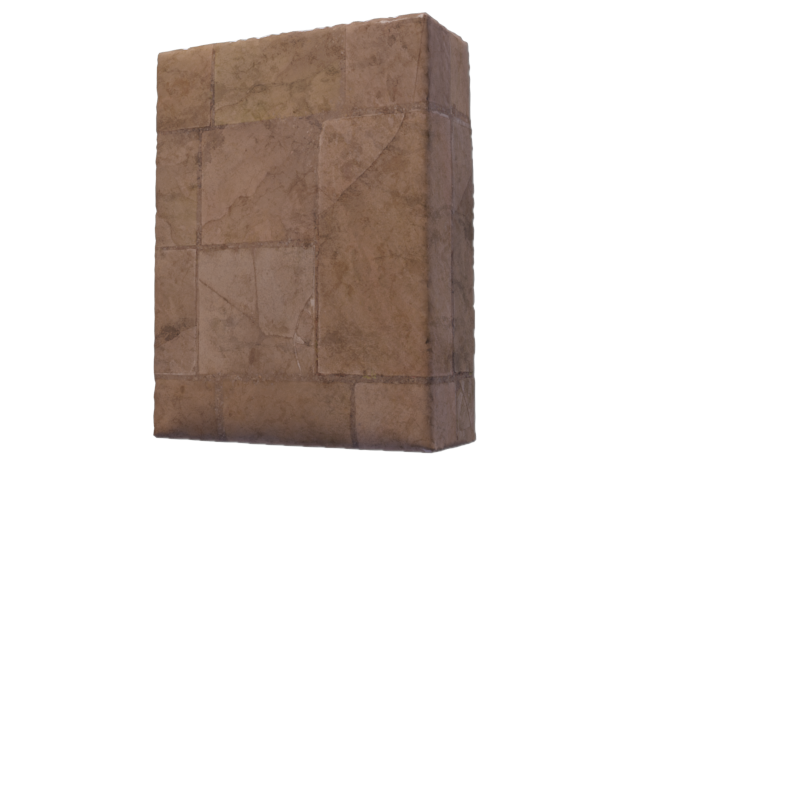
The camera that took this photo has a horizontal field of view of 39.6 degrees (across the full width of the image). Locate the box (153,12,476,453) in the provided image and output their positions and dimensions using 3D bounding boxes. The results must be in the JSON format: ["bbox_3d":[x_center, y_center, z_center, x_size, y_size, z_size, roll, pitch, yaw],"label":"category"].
[{"bbox_3d":[-0.046,-0.085,0.593,0.169,0.216,0.069,-1,-4,26],"label":"box"}]
